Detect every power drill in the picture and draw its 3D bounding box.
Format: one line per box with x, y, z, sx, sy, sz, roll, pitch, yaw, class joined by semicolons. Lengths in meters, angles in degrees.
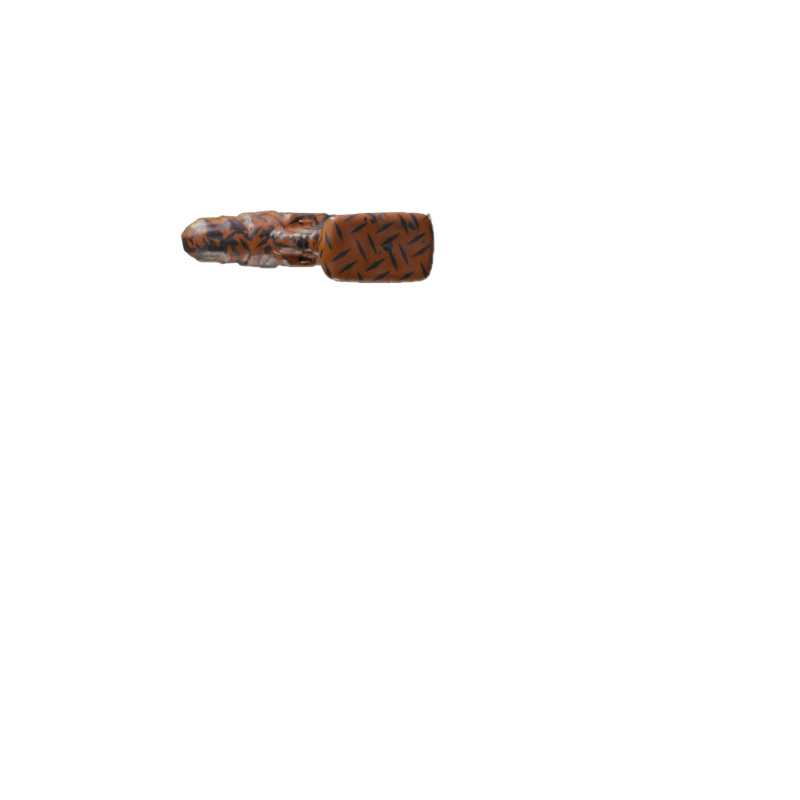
-0.074;-0.135;0.948;0.179;0.056;0.197;-7;14;-29;power drill
